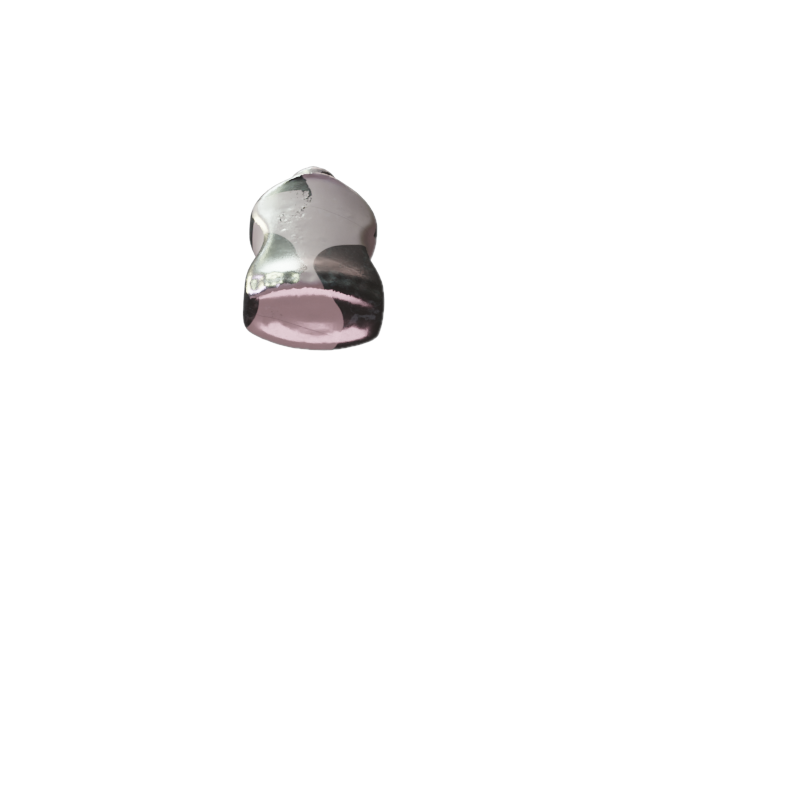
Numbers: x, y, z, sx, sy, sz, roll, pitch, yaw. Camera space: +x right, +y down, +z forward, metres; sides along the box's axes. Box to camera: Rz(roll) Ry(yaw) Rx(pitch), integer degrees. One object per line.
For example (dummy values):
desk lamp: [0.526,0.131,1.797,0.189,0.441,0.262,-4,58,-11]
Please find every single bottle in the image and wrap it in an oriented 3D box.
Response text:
bottle: [-0.064,-0.118,0.823,0.096,0.055,0.205,1,39,-5]
